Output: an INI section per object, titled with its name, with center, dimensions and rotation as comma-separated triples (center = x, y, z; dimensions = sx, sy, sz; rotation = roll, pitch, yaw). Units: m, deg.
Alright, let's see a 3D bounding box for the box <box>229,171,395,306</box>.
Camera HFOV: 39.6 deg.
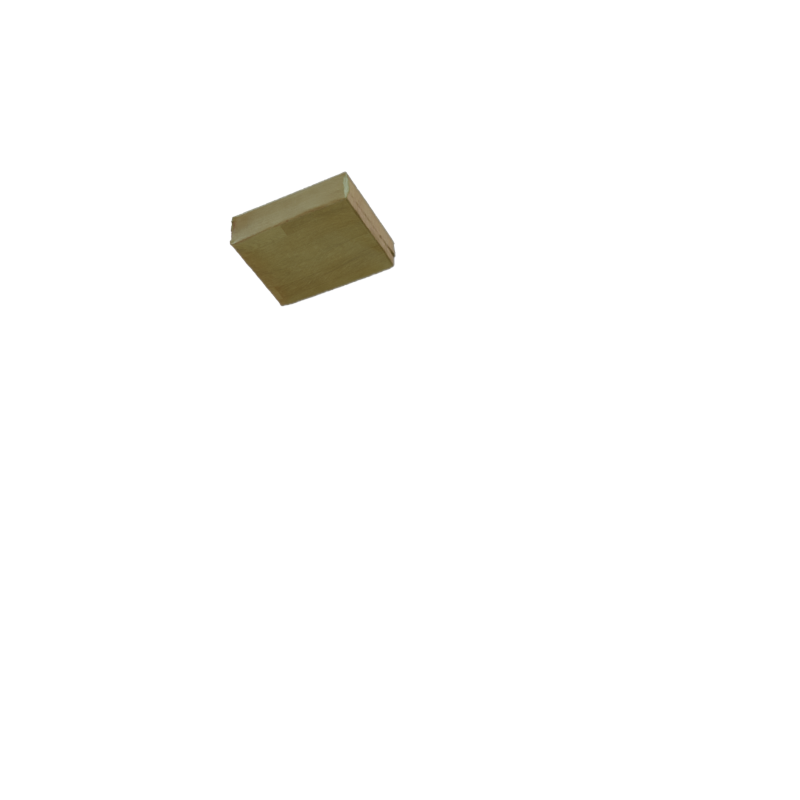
[box]
center = -0.073, -0.133, 0.932
dimensions = 0.114, 0.042, 0.083
rotation = -20, -47, 19
